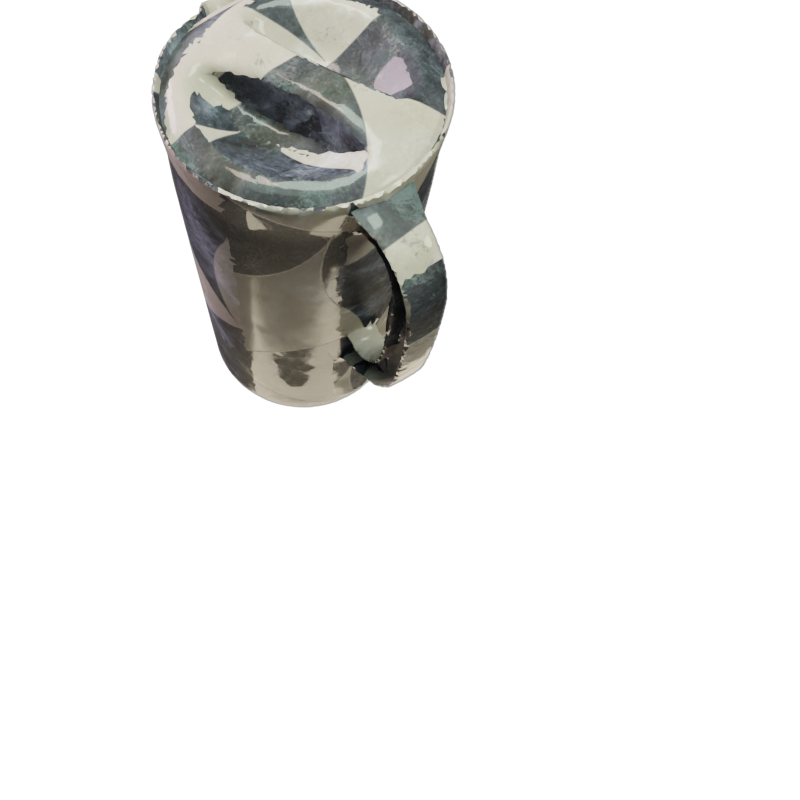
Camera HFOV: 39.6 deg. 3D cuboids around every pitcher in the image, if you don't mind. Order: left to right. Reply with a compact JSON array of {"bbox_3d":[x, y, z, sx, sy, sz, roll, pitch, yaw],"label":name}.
[{"bbox_3d":[-0.045,-0.082,0.575,0.146,0.157,0.229,12,-27,3],"label":"pitcher"}]
